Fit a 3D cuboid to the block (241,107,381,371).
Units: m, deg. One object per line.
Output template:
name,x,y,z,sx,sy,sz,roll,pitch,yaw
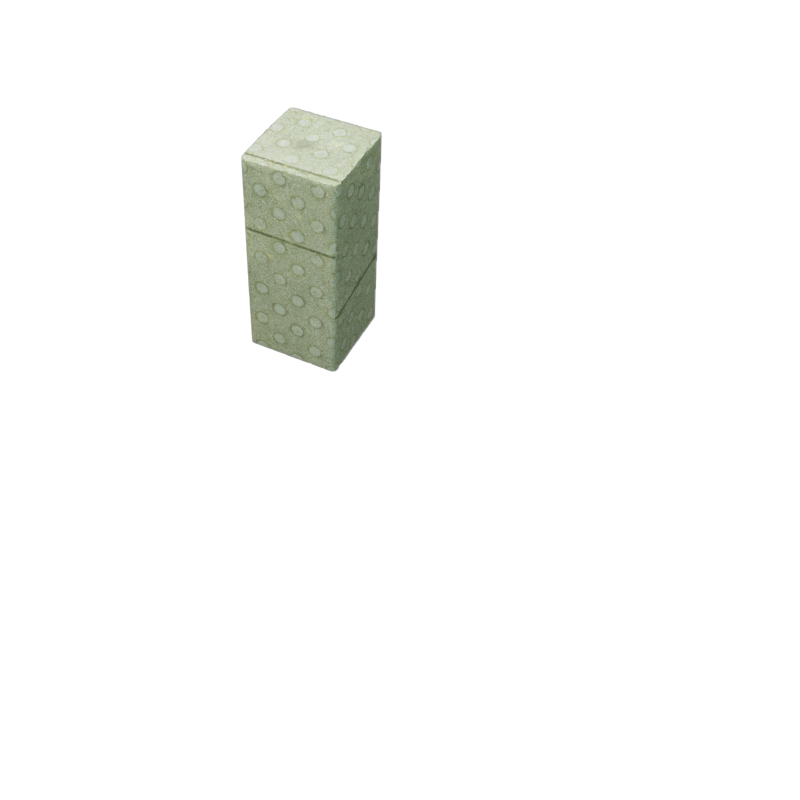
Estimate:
block,-0.076,-0.138,0.970,0.094,0.192,0.093,20,45,17
